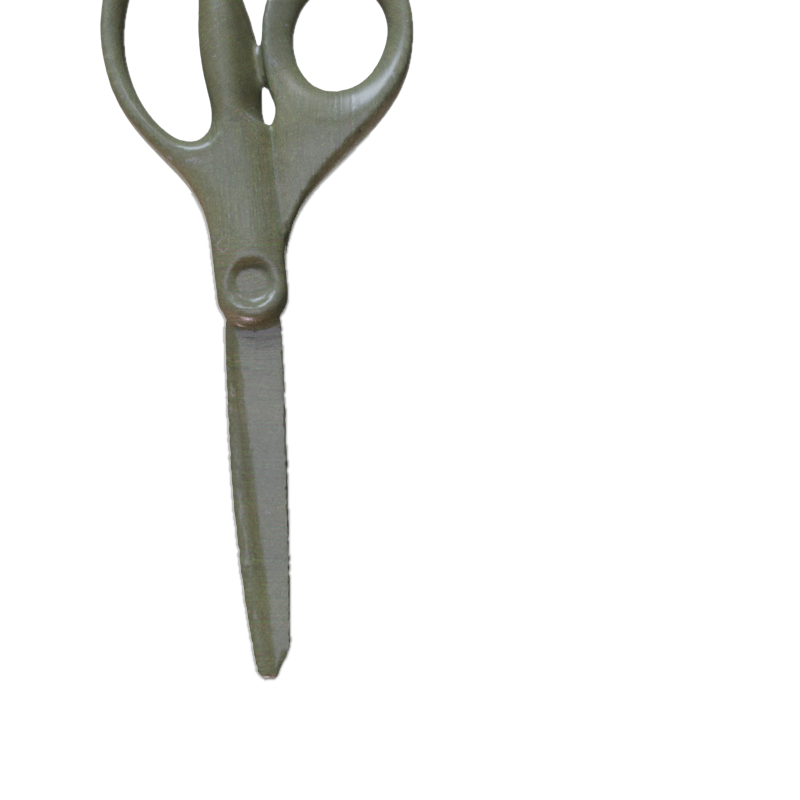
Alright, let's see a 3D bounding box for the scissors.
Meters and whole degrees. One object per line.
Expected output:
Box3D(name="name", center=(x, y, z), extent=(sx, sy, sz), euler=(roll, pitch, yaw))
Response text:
Box3D(name="scissors", center=(-0.023, -0.042, 0.298), extent=(0.096, 0.209, 0.015), euler=(-19, -13, -5))
